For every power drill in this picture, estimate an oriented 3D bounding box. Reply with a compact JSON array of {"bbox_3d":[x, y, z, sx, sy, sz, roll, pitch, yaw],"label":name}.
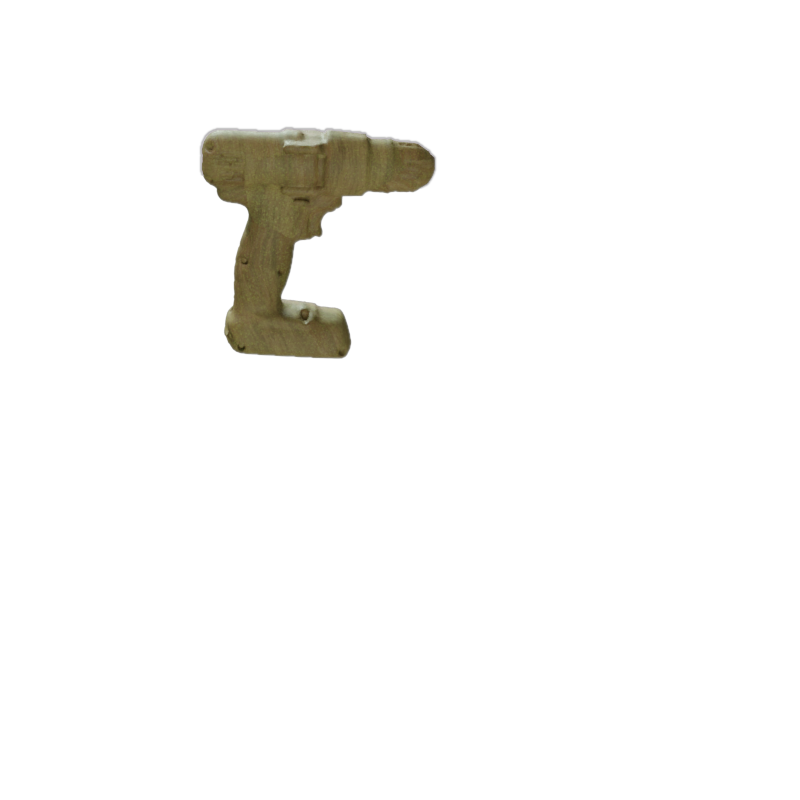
[{"bbox_3d":[-0.070,-0.128,0.897,0.184,0.179,0.060,4,22,-2],"label":"power drill"}]
